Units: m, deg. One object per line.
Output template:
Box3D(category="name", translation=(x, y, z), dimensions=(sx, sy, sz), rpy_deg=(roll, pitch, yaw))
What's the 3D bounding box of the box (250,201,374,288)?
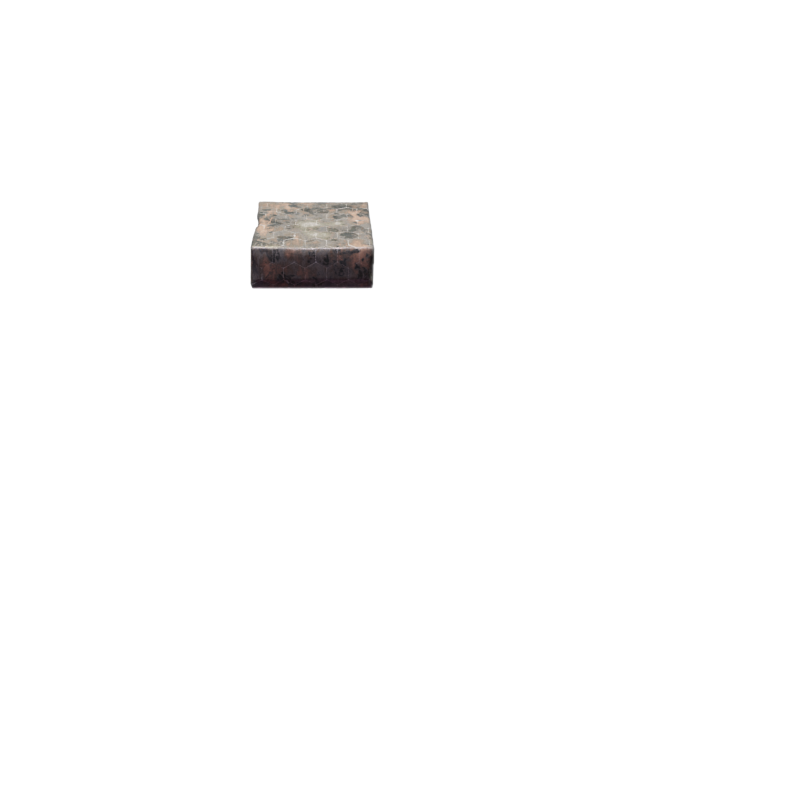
Box3D(category="box", translation=(-0.054, -0.099, 0.692), dimensions=(0.073, 0.029, 0.094), rpy_deg=(0, 27, -1))
